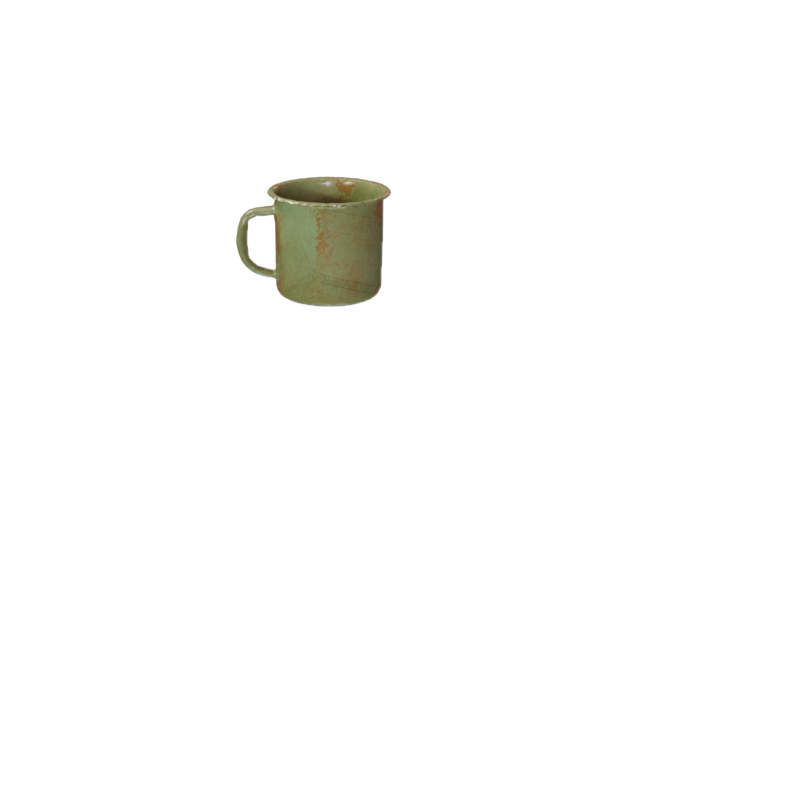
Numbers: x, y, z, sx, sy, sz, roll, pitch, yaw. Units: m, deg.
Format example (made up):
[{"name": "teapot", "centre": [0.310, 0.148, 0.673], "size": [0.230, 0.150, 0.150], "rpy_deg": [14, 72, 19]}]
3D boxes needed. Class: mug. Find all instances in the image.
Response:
[{"name": "mug", "centre": [-0.066, -0.121, 0.844], "size": [0.116, 0.078, 0.098], "rpy_deg": [-2, 21, -8]}]
